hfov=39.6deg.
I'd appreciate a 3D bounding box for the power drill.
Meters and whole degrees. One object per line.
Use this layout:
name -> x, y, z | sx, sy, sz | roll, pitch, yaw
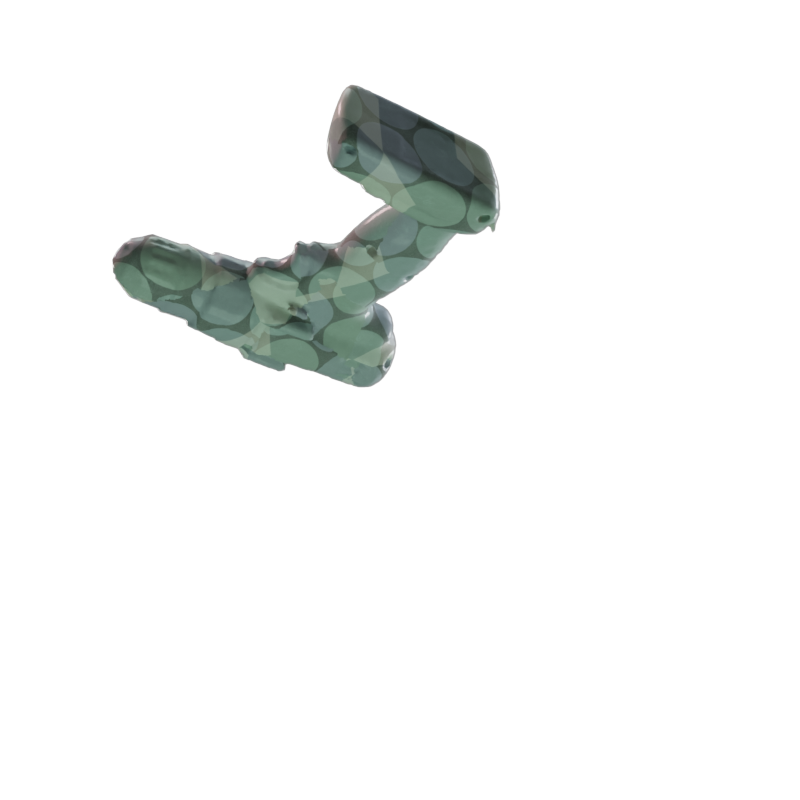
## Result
power drill -> -0.049, -0.090, 0.630 | 0.176, 0.062, 0.183 | 21, -43, -25
